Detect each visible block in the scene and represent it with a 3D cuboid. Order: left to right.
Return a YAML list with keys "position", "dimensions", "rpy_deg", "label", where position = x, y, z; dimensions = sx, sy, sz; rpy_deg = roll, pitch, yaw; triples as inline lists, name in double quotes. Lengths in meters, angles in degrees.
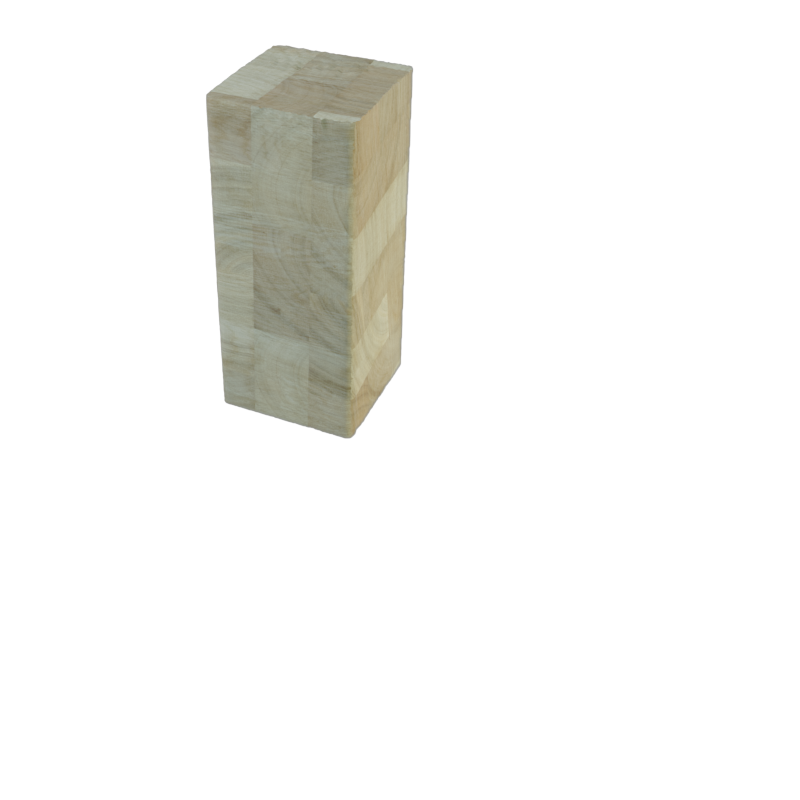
- position: [-0.052, -0.094, 0.658]
  dimensions: [0.094, 0.193, 0.093]
  rpy_deg: [14, 35, 18]
  label: "block"
